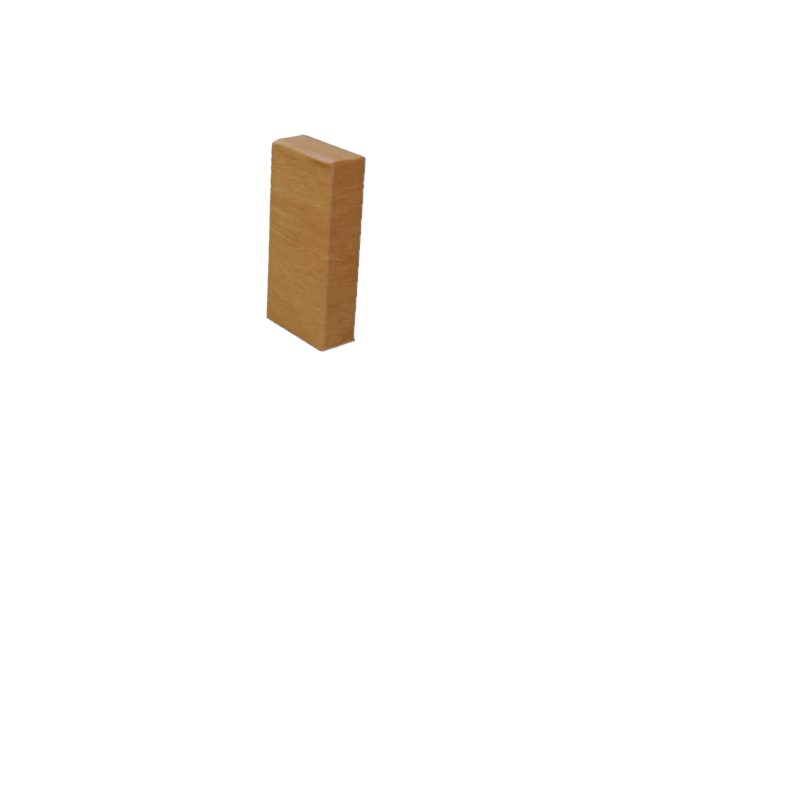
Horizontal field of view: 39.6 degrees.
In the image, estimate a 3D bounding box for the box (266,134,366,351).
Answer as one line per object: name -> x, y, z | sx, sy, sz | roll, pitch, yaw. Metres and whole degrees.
box -> -0.079, -0.143, 1.000 | 0.047, 0.168, 0.100 | -15, 28, -36
